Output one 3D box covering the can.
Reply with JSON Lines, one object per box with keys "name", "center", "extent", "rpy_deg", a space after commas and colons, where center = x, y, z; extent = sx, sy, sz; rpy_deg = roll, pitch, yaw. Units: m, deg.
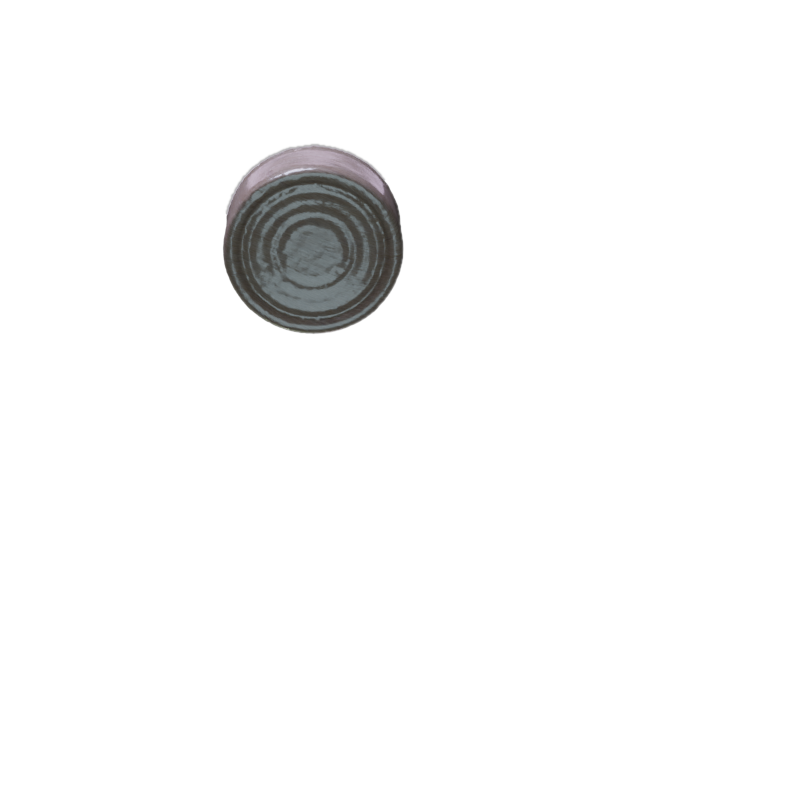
{"name": "can", "center": [-0.041, -0.076, 0.529], "extent": [0.086, 0.082, 0.035], "rpy_deg": [1, 24, -1]}
